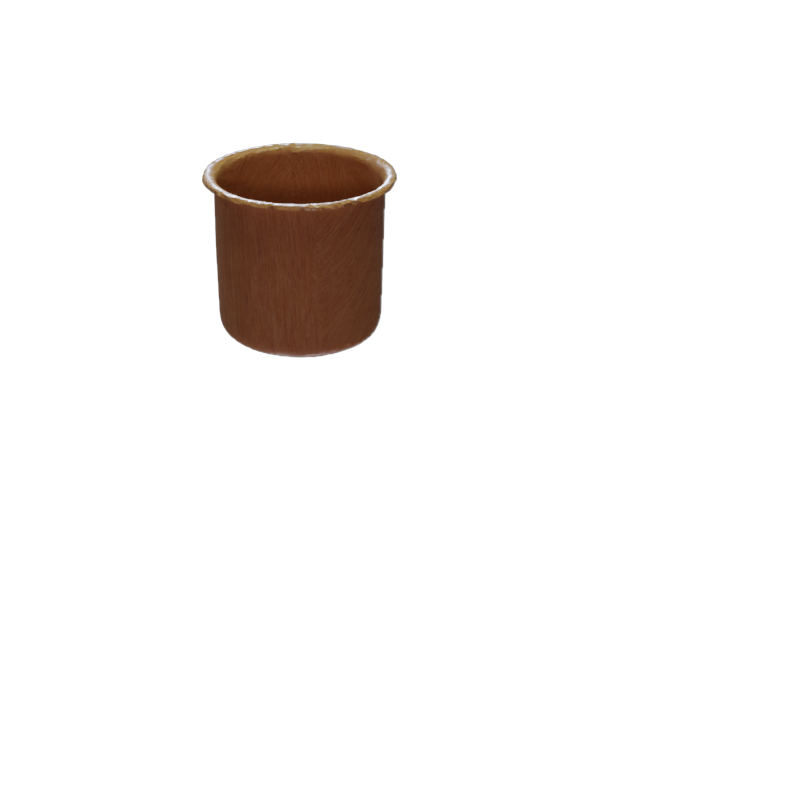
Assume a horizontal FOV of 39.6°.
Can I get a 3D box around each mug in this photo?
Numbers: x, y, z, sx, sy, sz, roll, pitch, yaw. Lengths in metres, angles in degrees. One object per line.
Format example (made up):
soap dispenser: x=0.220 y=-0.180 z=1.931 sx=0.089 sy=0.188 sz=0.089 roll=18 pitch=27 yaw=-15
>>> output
mug: x=-0.043 y=-0.079 z=0.555 sx=0.098 sy=0.077 sz=0.118 roll=15 pitch=31 yaw=26
